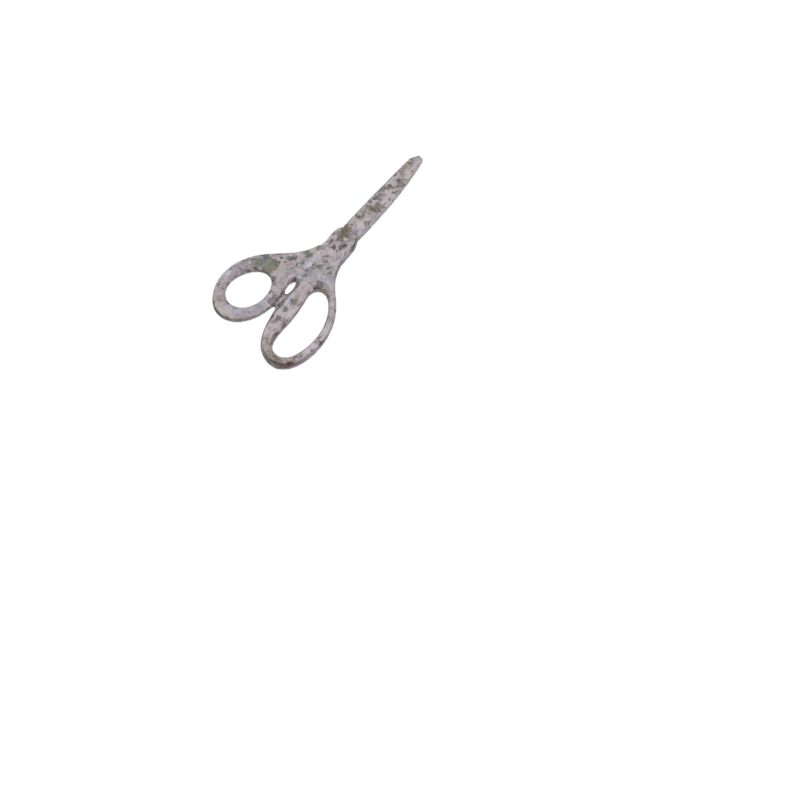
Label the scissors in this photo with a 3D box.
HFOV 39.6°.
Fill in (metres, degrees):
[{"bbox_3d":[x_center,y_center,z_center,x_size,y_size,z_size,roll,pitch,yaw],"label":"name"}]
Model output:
[{"bbox_3d":[-0.062,-0.113,0.791,0.098,0.210,0.015,17,-29,10],"label":"scissors"}]
